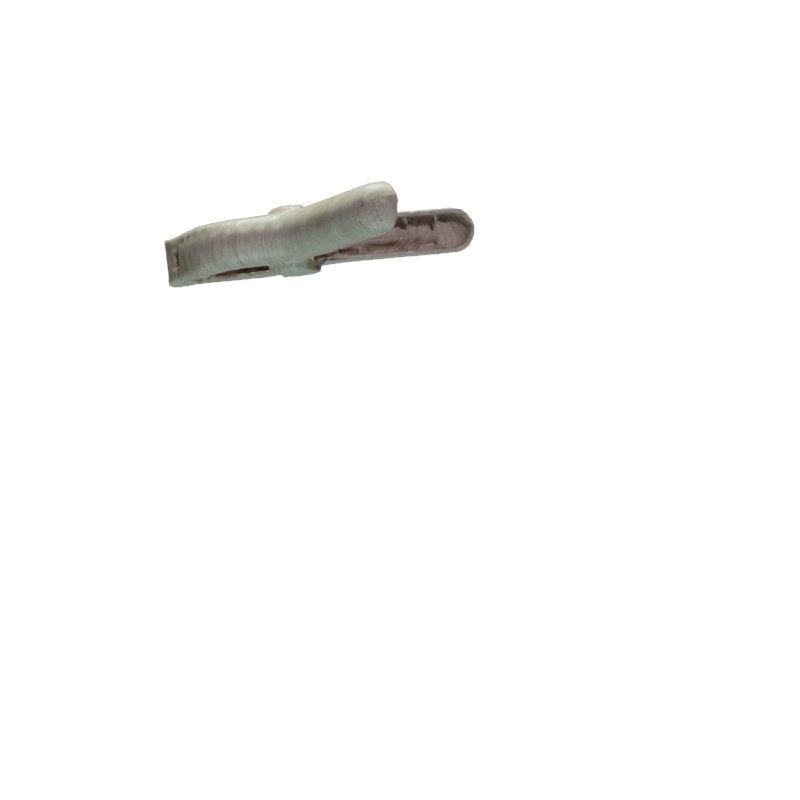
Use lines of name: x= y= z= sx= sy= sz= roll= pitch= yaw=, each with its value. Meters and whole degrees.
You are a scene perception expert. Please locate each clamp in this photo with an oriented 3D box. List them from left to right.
clamp: x=-0.047 y=-0.086 z=0.604 sx=0.176 sy=0.040 sz=0.114 roll=-3 pitch=-6 yaw=34
